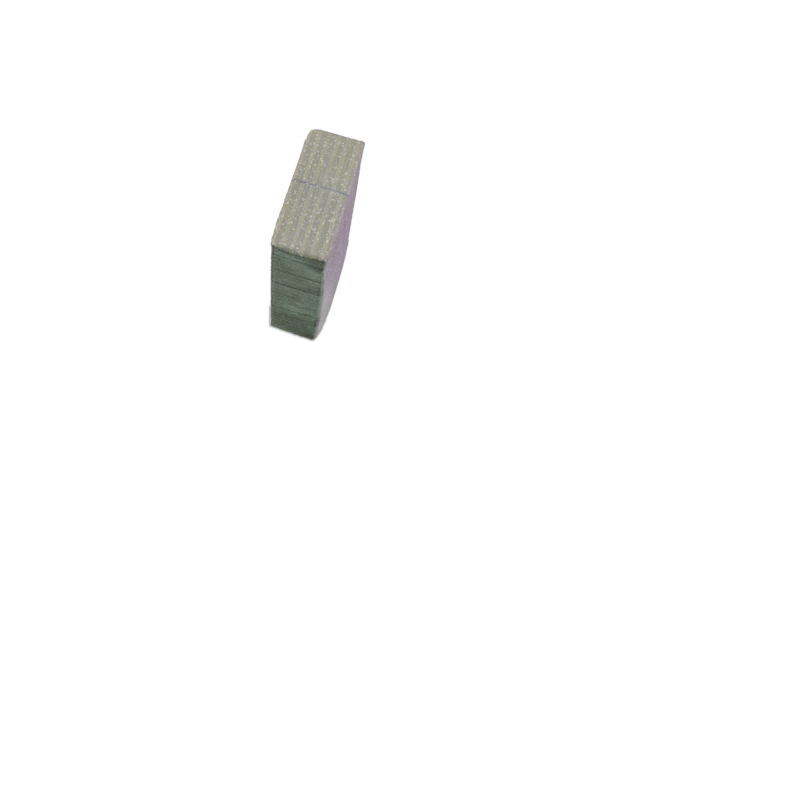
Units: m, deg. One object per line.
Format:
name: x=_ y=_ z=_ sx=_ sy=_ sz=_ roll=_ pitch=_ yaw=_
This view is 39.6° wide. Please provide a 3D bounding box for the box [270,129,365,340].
box: x=-0.063 y=-0.115 z=0.803 sx=0.048 sy=0.097 sz=0.169 roll=16 pitch=-18 yaw=1
